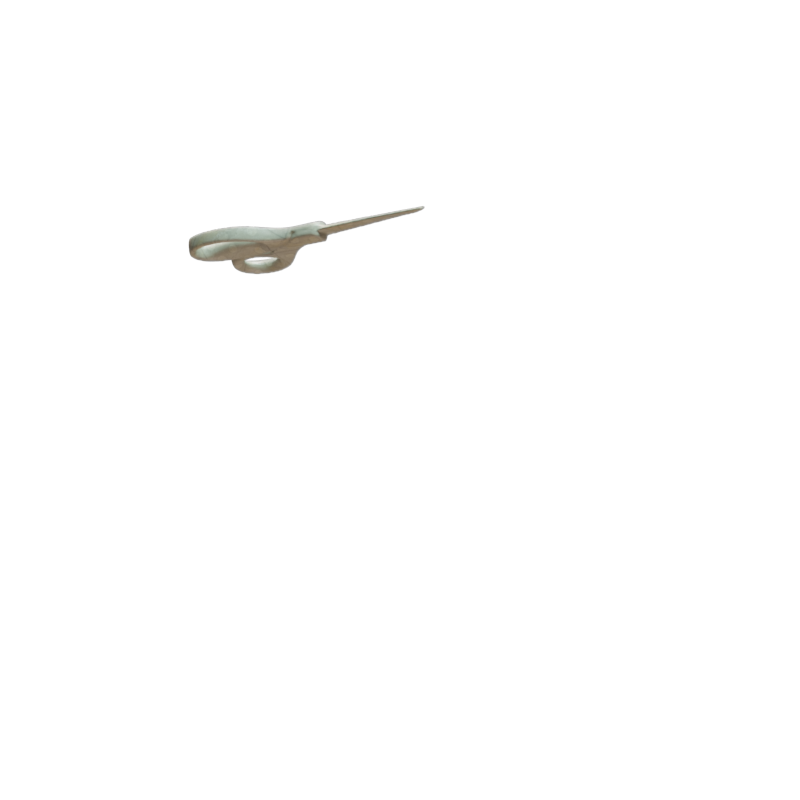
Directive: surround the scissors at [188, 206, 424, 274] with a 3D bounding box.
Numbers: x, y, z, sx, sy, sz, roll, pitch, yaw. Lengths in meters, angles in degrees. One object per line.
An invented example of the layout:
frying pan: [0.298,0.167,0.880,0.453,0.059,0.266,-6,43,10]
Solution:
scissors: [-0.069,-0.127,0.886,0.205,0.016,0.091,-4,-12,16]
